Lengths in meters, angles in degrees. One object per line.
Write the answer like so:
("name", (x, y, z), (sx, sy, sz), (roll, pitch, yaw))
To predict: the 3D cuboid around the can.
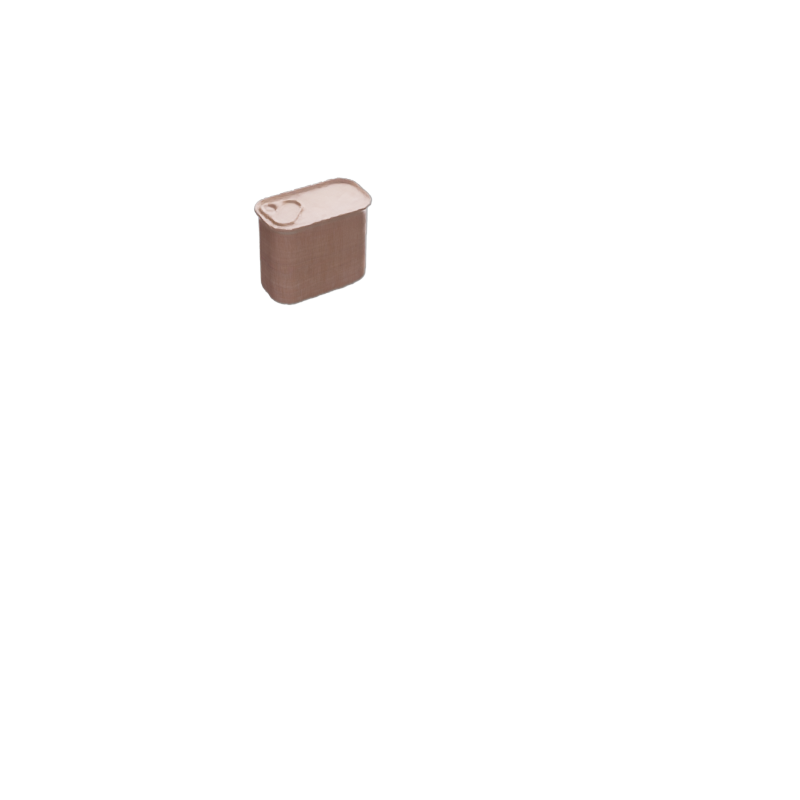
("can", (-0.078, -0.142, 0.993), (0.101, 0.078, 0.062), (-20, 43, -24))
